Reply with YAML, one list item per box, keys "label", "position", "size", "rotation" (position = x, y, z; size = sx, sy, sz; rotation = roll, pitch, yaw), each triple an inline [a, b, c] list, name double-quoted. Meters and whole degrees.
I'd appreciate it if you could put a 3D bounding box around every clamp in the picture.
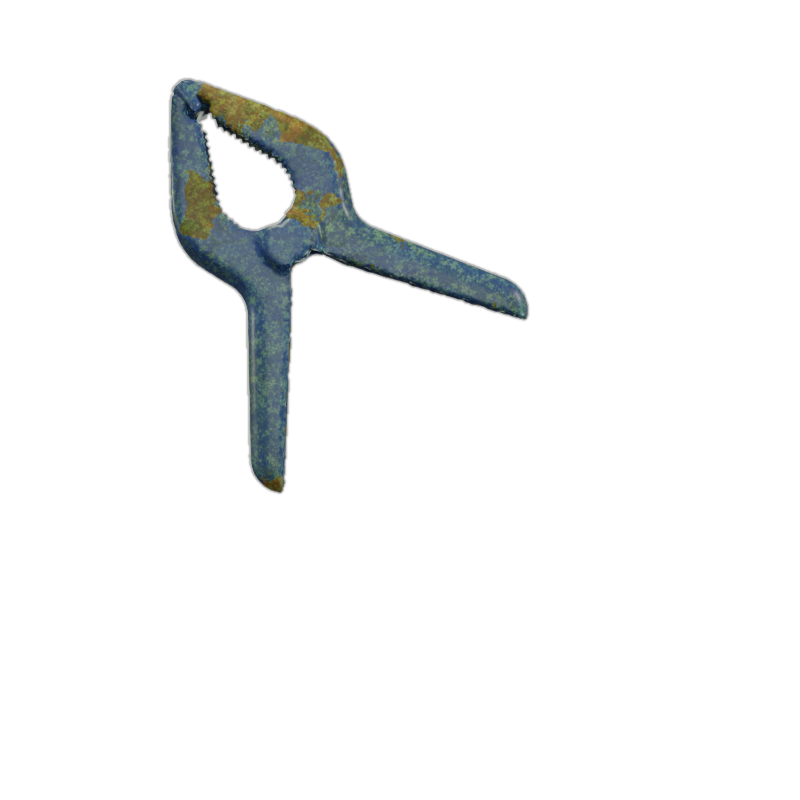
- label: "clamp"
  position: [-0.045, -0.082, 0.575]
  size: [0.164, 0.214, 0.036]
  rotation: [-28, -6, -3]
